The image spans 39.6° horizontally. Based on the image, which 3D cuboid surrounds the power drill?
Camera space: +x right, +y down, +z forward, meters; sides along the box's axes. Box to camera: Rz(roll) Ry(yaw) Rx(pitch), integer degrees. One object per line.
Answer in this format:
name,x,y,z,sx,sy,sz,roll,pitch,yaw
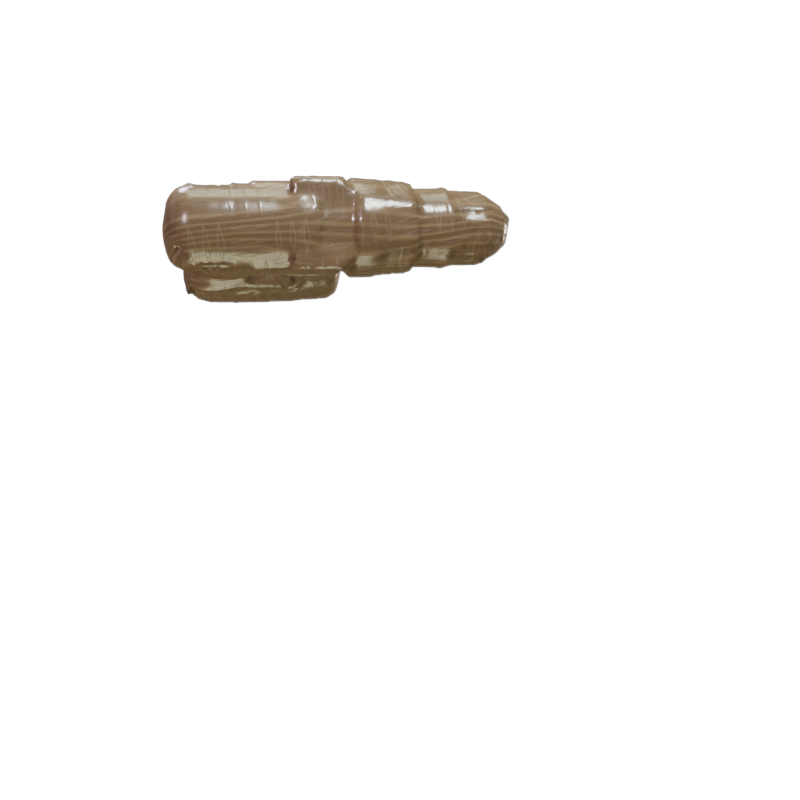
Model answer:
power drill,-0.051,-0.093,0.649,0.181,0.058,0.189,0,-1,-14
